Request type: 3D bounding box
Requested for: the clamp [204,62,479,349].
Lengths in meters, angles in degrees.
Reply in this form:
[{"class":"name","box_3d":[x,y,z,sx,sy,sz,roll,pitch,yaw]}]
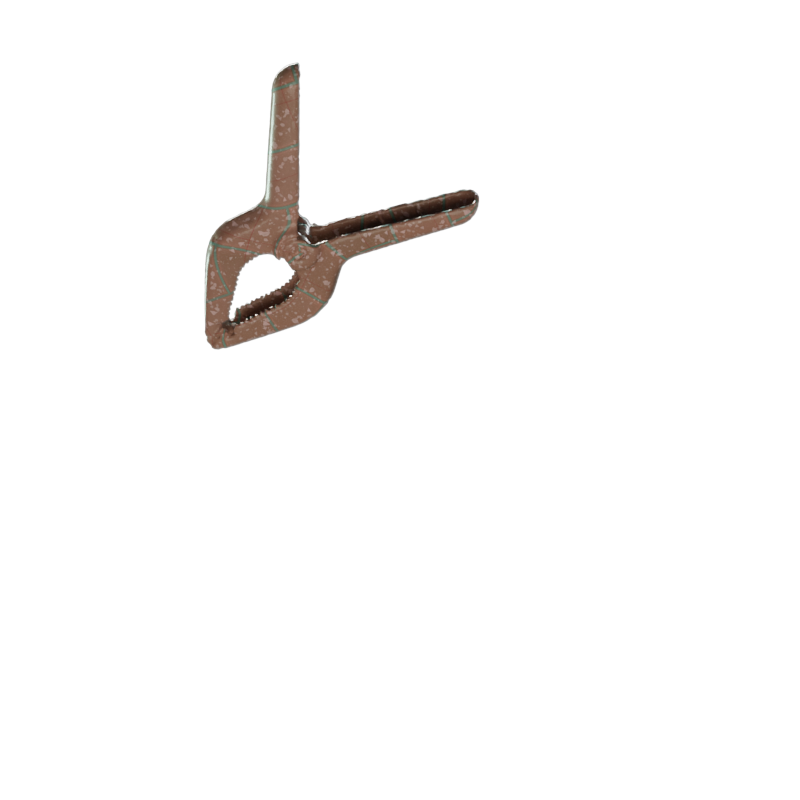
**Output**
[{"class":"clamp","box_3d":[-0.060,-0.109,0.762,0.159,0.204,0.039,29,27,-16]}]
